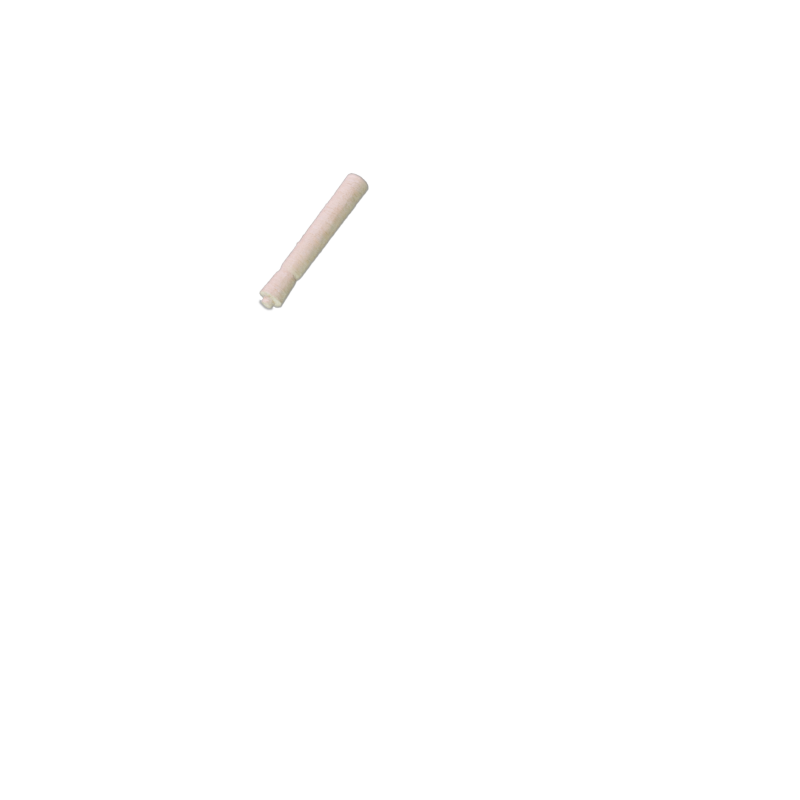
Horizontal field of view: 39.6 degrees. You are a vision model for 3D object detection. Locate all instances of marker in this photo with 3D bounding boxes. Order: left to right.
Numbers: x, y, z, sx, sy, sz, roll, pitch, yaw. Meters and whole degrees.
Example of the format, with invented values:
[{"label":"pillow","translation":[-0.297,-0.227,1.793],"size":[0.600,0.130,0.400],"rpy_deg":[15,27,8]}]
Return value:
[{"label":"marker","translation":[-0.062,-0.114,0.798],"size":[0.020,0.124,0.019],"rpy_deg":[30,-22,10]}]
